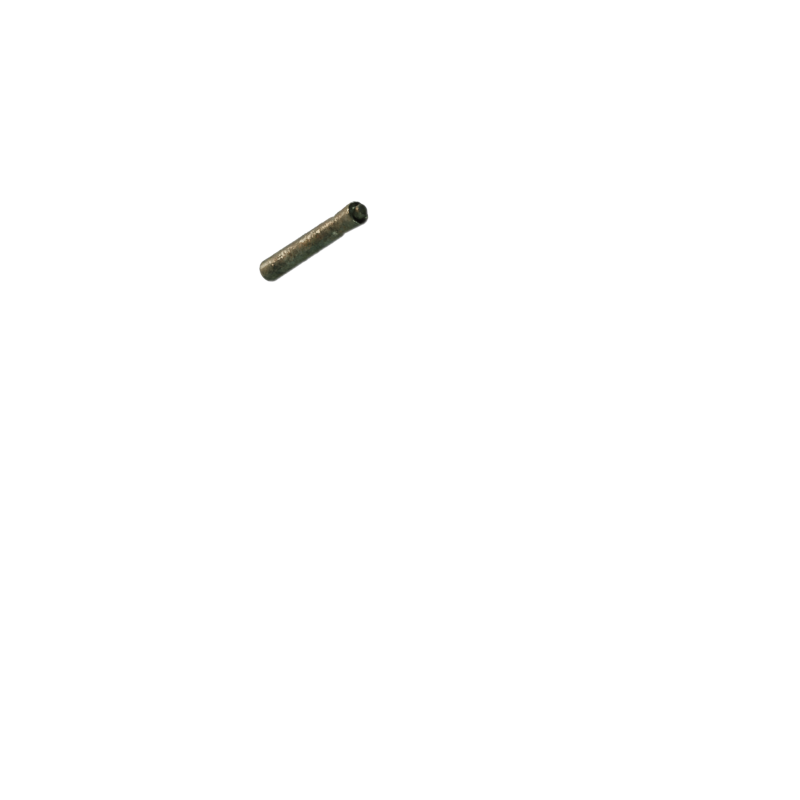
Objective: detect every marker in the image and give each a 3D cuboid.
[{"bbox_3d":[-0.066,-0.120,0.844,0.019,0.020,0.121,-3,-15,-43],"label":"marker"}]
